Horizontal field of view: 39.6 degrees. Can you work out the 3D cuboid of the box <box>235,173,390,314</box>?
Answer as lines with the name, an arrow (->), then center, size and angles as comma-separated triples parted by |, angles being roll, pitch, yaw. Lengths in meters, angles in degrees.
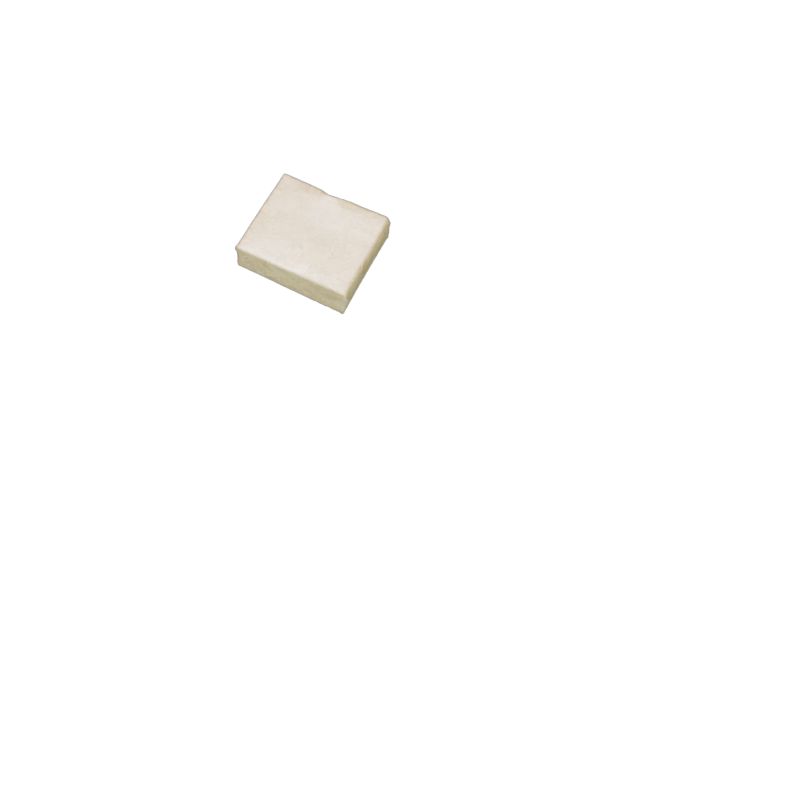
box -> -0.062, -0.114, 0.796 | 0.092, 0.075, 0.028 | 24, -26, 12
